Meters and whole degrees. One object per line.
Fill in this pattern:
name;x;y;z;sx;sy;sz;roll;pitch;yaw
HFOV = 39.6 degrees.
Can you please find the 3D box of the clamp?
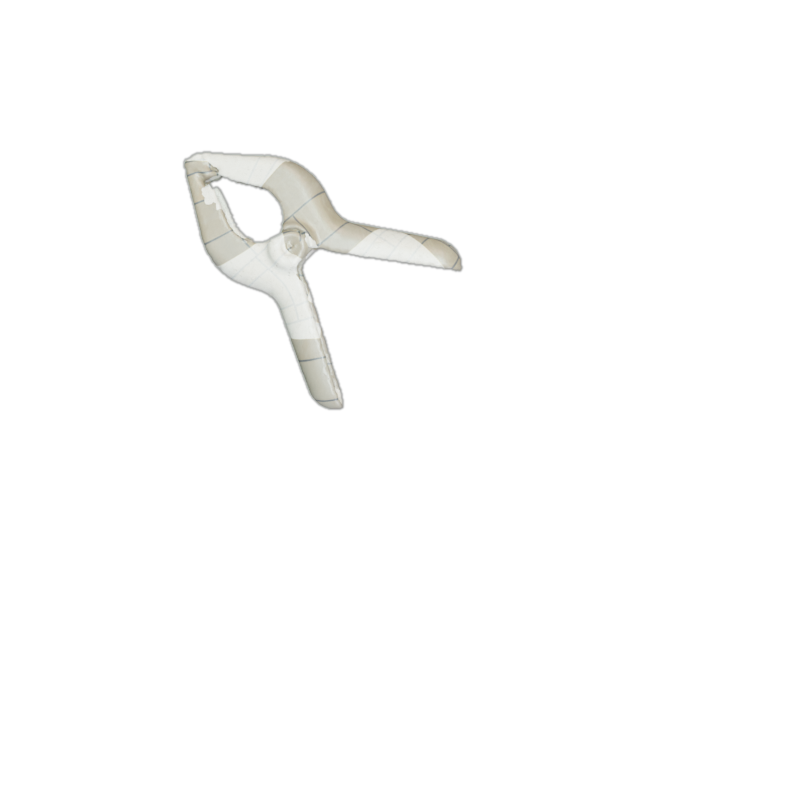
clamp;-0.052;-0.094;0.658;0.120;0.173;0.039;-41;-3;-3
